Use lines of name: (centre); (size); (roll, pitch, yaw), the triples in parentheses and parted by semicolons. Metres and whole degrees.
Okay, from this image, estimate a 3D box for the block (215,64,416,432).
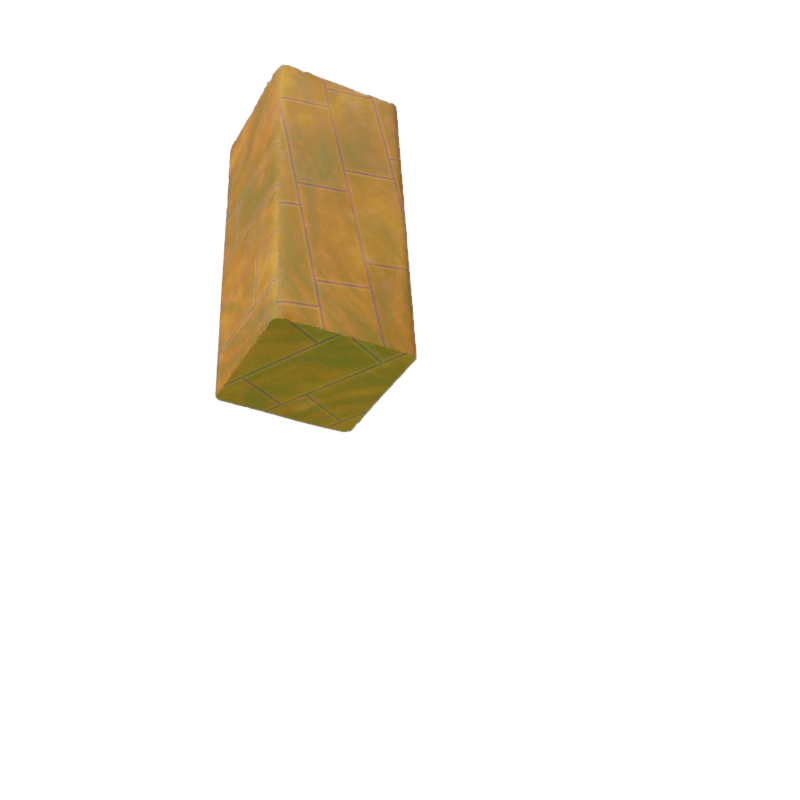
block: (-0.055, -0.099, 0.692); (0.087, 0.221, 0.088); (16, -41, -22)
